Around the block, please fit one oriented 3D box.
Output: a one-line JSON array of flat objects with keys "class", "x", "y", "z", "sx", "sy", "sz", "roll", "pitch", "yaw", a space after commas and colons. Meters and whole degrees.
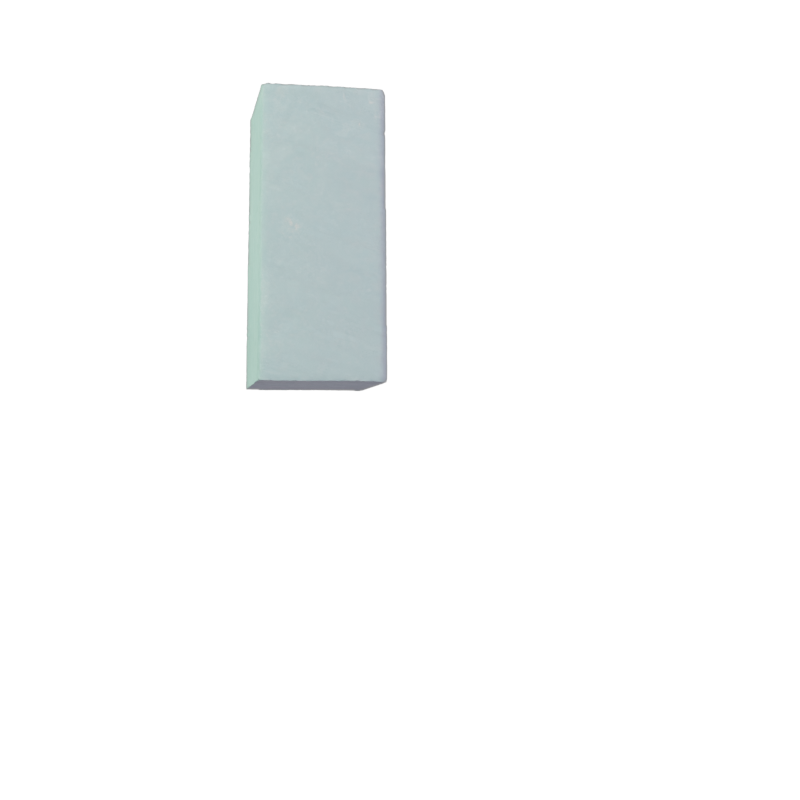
[{"class": "block", "x": -0.062, "y": -0.114, "z": 0.796, "sx": 0.089, "sy": 0.212, "sz": 0.090, "roll": 1, "pitch": -10, "yaw": -11}]
